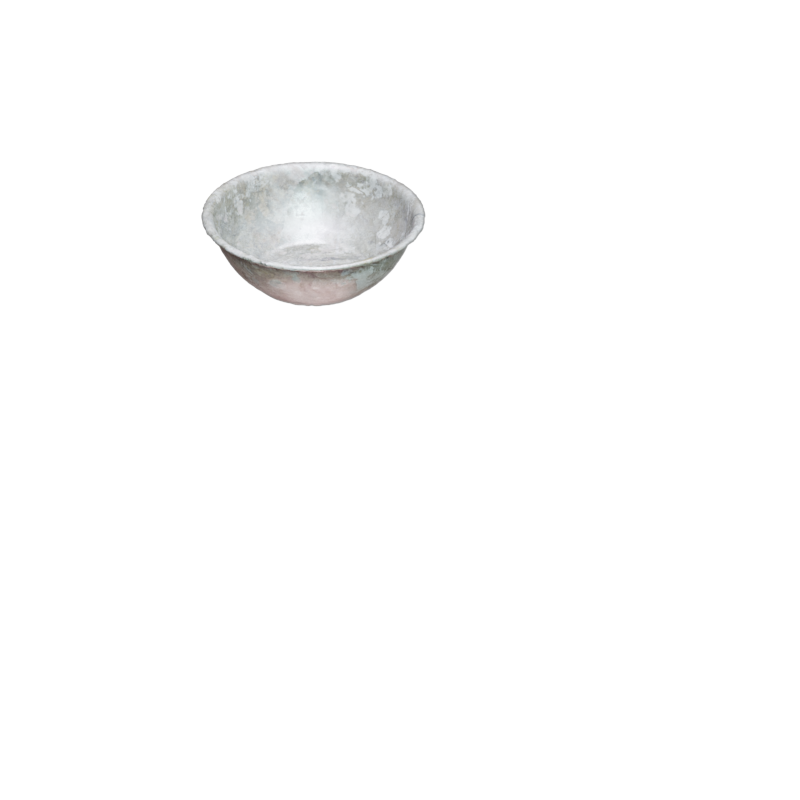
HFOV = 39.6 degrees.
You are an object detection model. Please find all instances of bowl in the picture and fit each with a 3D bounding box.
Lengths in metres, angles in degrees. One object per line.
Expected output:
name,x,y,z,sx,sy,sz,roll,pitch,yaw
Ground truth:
bowl,-0.064,-0.116,0.813,0.162,0.052,0.173,-1,35,-2
